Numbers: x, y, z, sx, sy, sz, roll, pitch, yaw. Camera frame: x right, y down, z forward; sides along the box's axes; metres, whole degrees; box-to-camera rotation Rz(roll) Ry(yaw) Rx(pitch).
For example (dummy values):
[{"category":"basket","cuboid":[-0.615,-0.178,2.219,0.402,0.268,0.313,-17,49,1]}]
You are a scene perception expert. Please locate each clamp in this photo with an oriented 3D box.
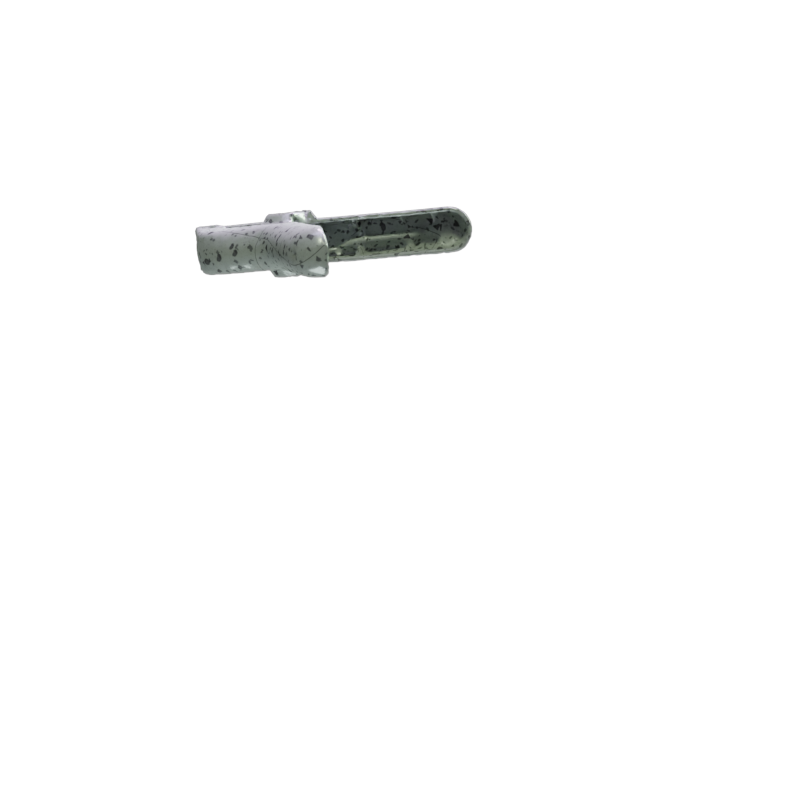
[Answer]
[{"category":"clamp","cuboid":[-0.048,-0.088,0.617,0.116,0.039,0.179,-7,12,-36]}]
